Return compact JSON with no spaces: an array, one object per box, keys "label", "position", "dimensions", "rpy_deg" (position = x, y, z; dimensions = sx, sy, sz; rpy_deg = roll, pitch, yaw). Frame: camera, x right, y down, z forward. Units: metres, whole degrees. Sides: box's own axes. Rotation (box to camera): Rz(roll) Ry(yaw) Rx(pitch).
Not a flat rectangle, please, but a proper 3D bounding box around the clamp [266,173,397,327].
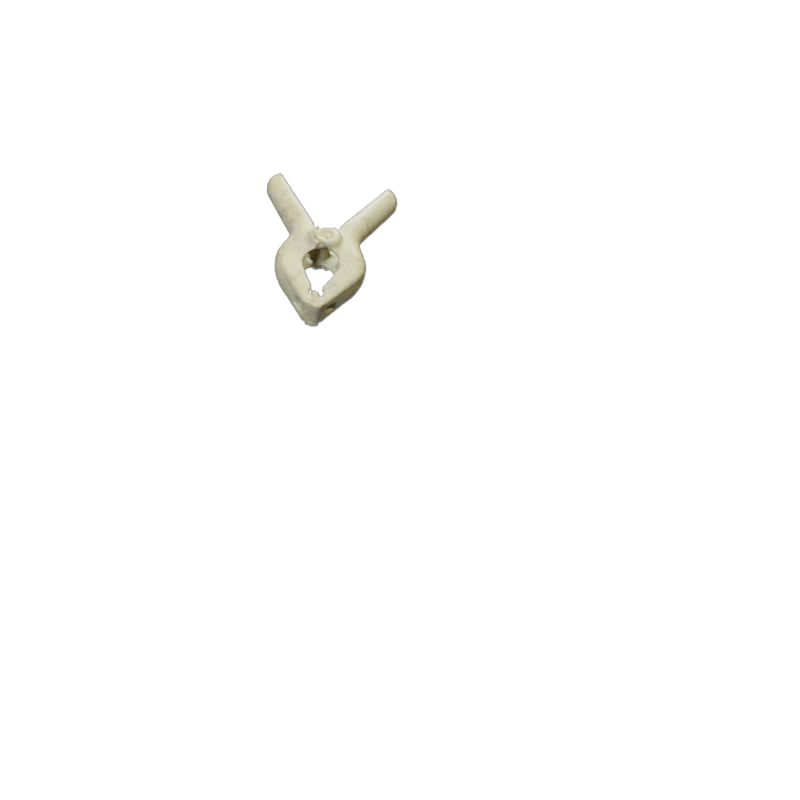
[{"label":"clamp","position":[-0.077,-0.140,0.980],"dimensions":[0.122,0.036,0.181],"rpy_deg":[9,46,9]}]
